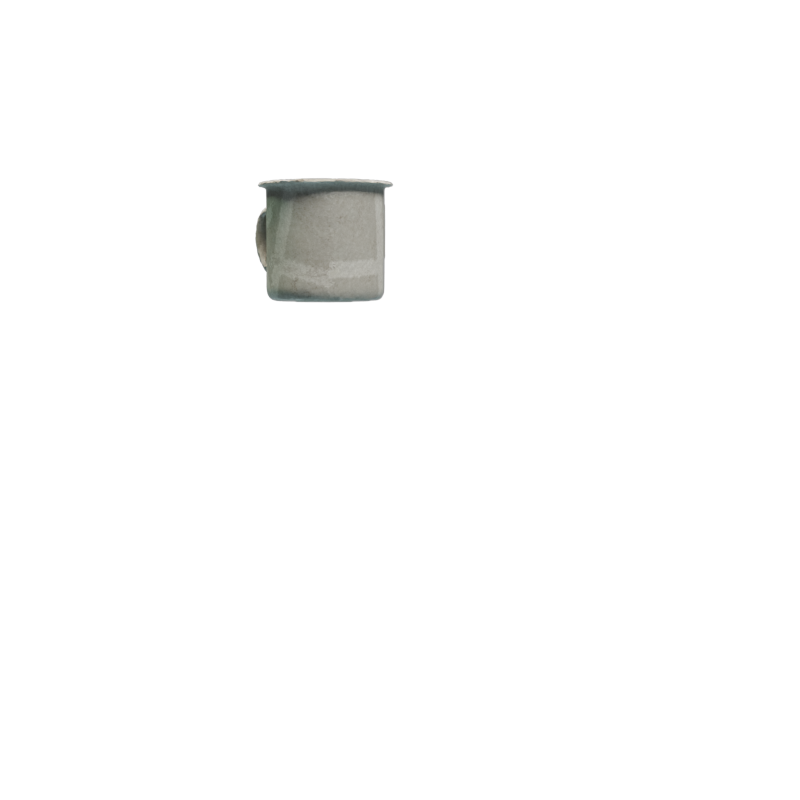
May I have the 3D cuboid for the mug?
[{"bbox_3d":[-0.061,-0.110,0.774,0.122,0.081,0.090,4,6,43],"label":"mug"}]
